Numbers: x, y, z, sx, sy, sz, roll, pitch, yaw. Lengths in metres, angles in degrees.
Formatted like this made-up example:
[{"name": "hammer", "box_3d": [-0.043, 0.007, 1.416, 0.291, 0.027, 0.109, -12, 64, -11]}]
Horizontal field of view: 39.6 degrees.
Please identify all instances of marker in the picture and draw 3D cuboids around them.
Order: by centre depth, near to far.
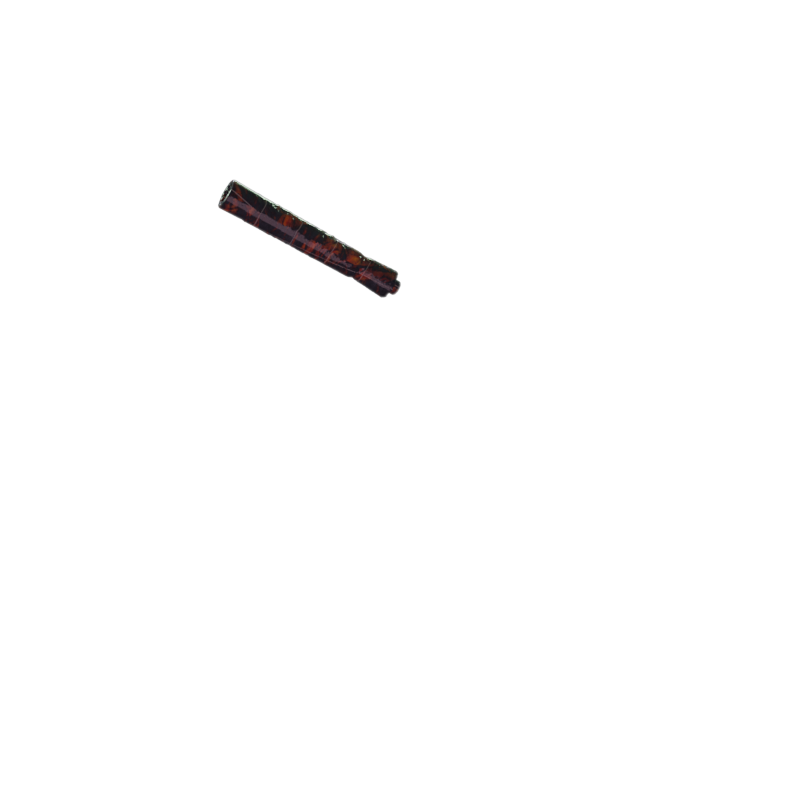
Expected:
[{"name": "marker", "box_3d": [-0.052, -0.094, 0.660, 0.117, 0.020, 0.020, 28, -5, -15]}]
